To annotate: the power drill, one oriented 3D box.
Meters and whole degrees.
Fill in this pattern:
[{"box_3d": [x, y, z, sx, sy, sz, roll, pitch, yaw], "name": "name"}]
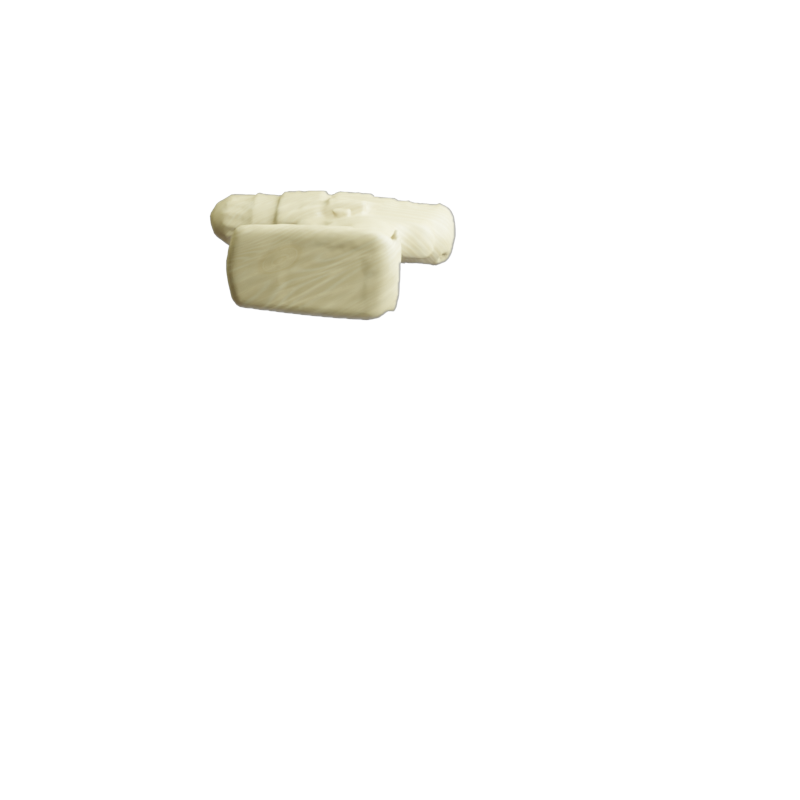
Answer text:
[{"box_3d": [-0.059, -0.108, 0.760, 0.187, 0.055, 0.192, 3, 19, 8], "name": "power drill"}]
